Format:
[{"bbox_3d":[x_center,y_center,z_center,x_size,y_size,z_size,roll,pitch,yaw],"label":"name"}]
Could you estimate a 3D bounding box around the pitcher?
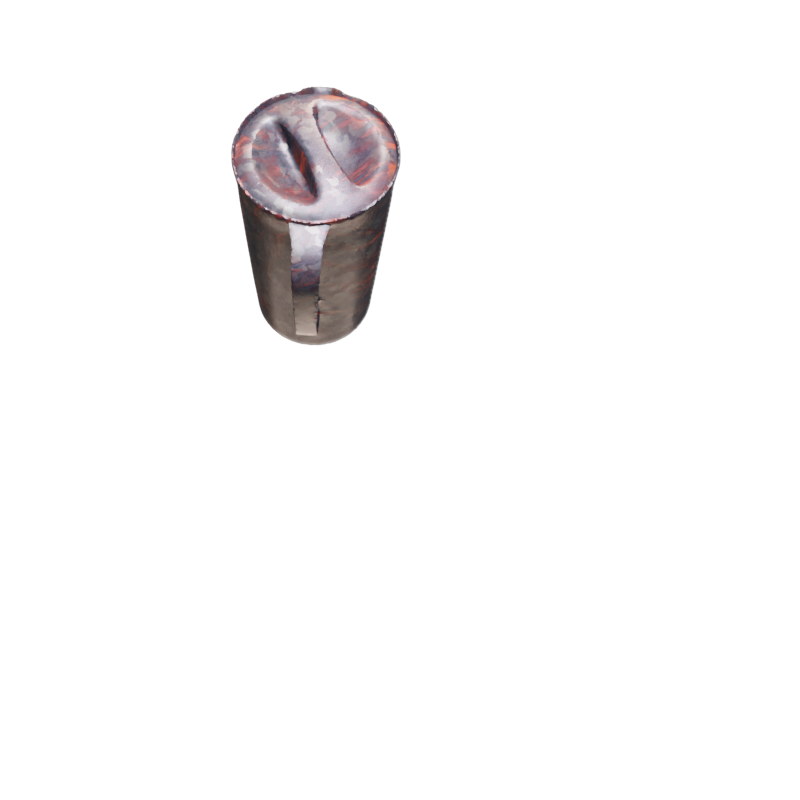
[{"bbox_3d":[-0.075,-0.137,0.961,0.150,0.153,0.229,-39,-20,-21],"label":"pitcher"}]
